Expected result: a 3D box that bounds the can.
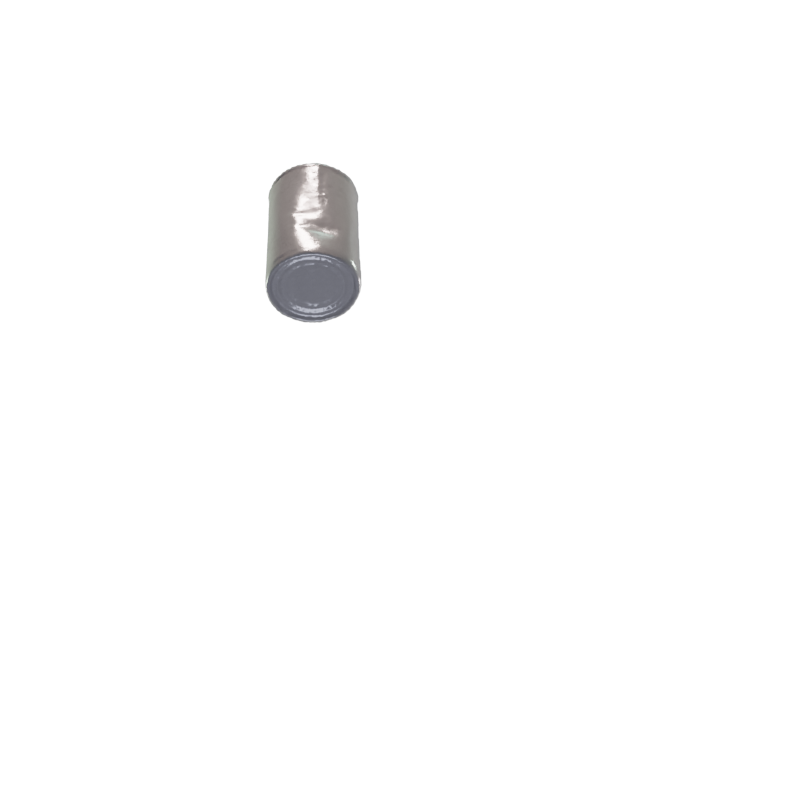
[{"bbox_3d":[-0.063,-0.114,0.802,0.068,0.064,0.110,-1,44,-3],"label":"can"}]
